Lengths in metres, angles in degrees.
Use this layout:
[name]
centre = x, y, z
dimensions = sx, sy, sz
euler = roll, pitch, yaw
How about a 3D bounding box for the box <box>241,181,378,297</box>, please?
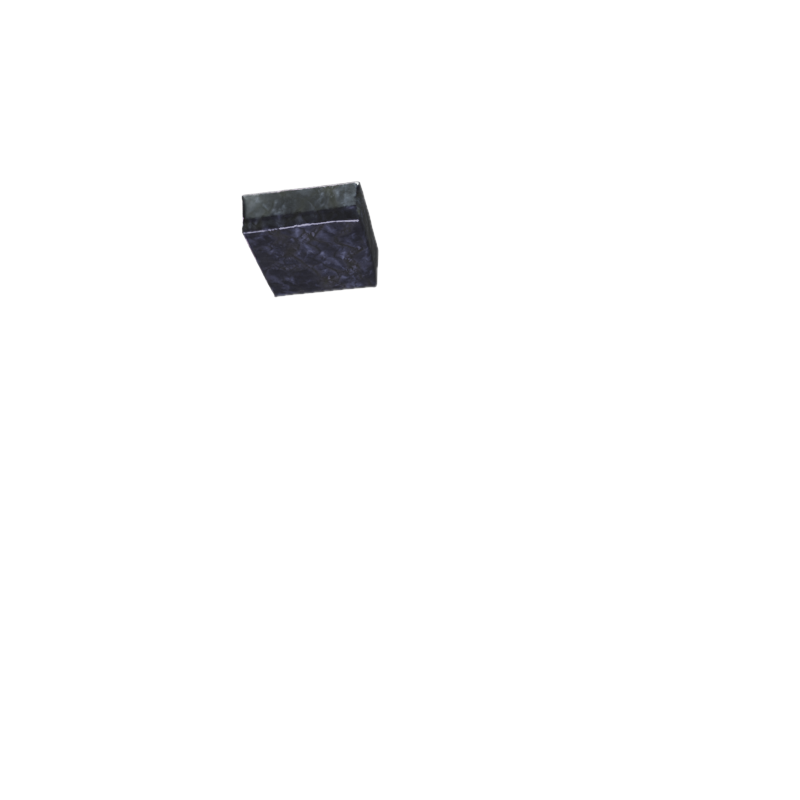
[box]
centre = -0.067, -0.122, 0.857
dimensions = 0.091, 0.041, 0.106
euler = -4, -26, 7
